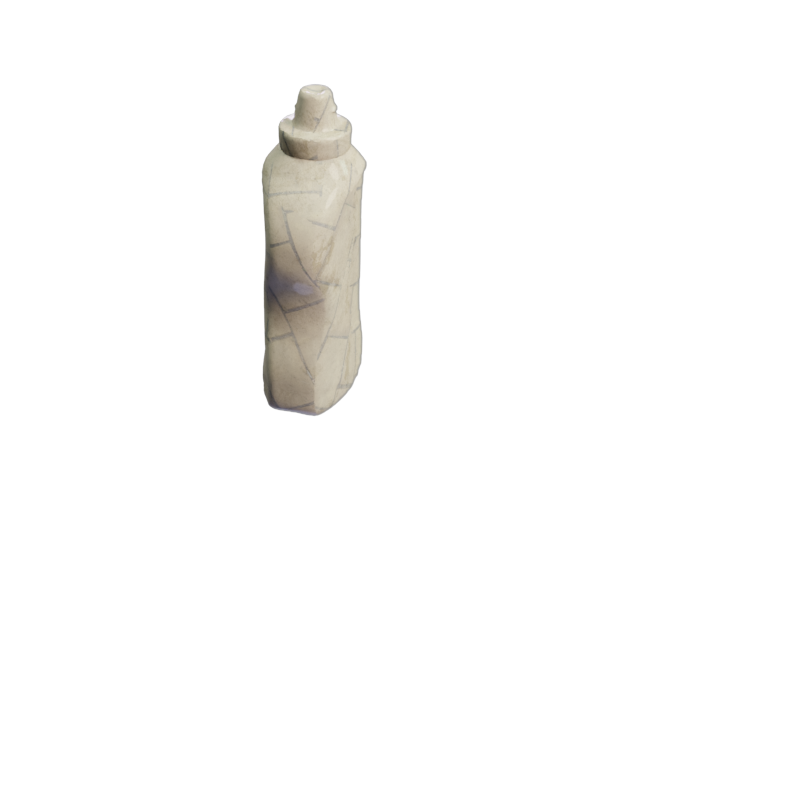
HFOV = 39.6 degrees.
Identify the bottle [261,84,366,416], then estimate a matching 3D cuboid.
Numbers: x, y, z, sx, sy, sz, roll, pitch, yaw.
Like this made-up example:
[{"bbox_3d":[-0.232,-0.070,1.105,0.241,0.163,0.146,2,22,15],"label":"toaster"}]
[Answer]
[{"bbox_3d":[-0.050,-0.093,0.650,0.060,0.180,0.100,10,34,11],"label":"bottle"}]
